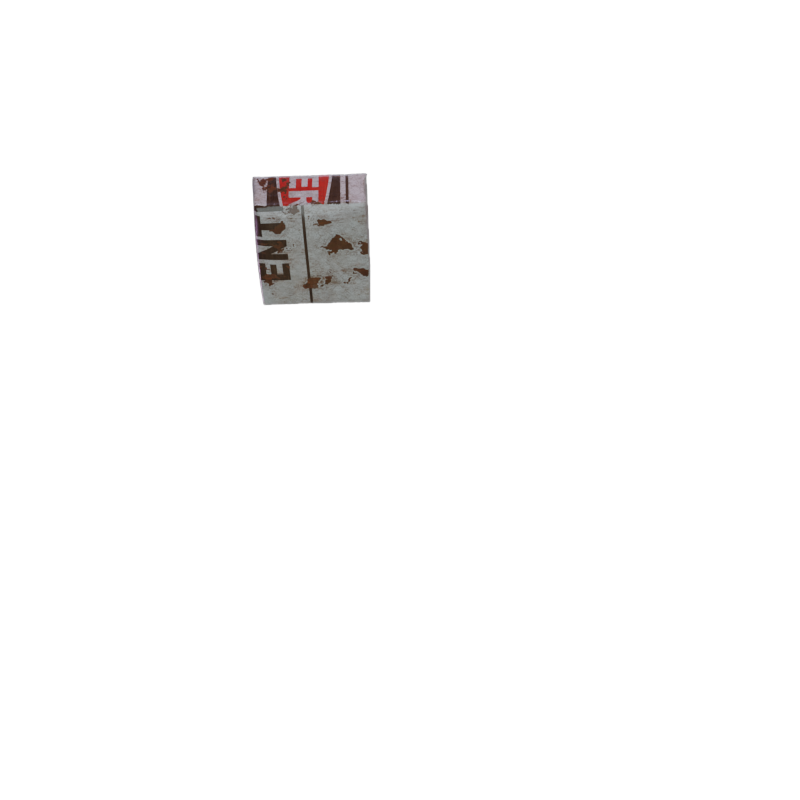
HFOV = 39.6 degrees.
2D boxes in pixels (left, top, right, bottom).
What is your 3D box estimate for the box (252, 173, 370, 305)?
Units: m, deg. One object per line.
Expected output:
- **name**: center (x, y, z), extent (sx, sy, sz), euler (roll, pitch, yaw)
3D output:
- **box**: center (-0.069, -0.125, 0.879), extent (0.090, 0.042, 0.105), euler (-1, -42, 0)
